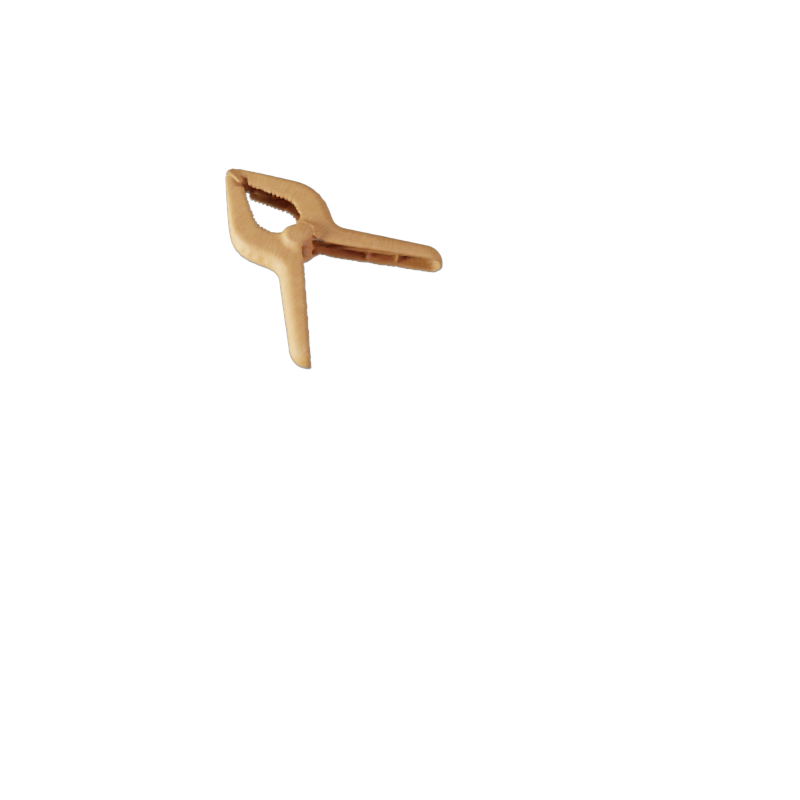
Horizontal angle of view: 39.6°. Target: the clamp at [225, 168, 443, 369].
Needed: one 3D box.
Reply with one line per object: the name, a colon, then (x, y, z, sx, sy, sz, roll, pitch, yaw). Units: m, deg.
clamp: (-0.077, -0.141, 0.988, 0.164, 0.224, 0.034, -30, -29, -19)
